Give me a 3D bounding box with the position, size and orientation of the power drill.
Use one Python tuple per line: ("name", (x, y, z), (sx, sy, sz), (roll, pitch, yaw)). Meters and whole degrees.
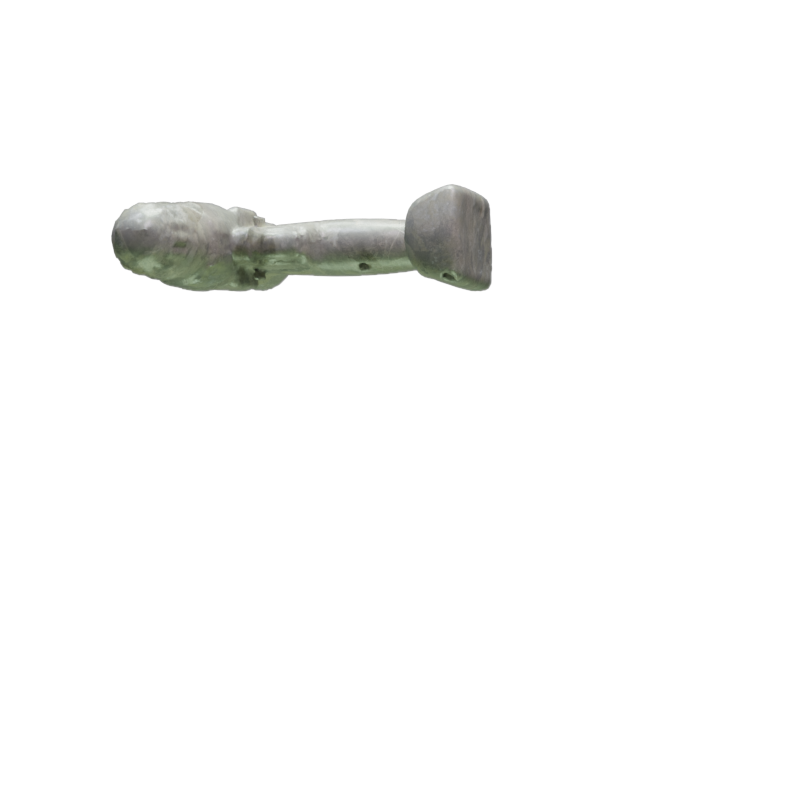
("power drill", (-0.050, -0.091, 0.637), (0.192, 0.057, 0.180), (2, 5, 19))
